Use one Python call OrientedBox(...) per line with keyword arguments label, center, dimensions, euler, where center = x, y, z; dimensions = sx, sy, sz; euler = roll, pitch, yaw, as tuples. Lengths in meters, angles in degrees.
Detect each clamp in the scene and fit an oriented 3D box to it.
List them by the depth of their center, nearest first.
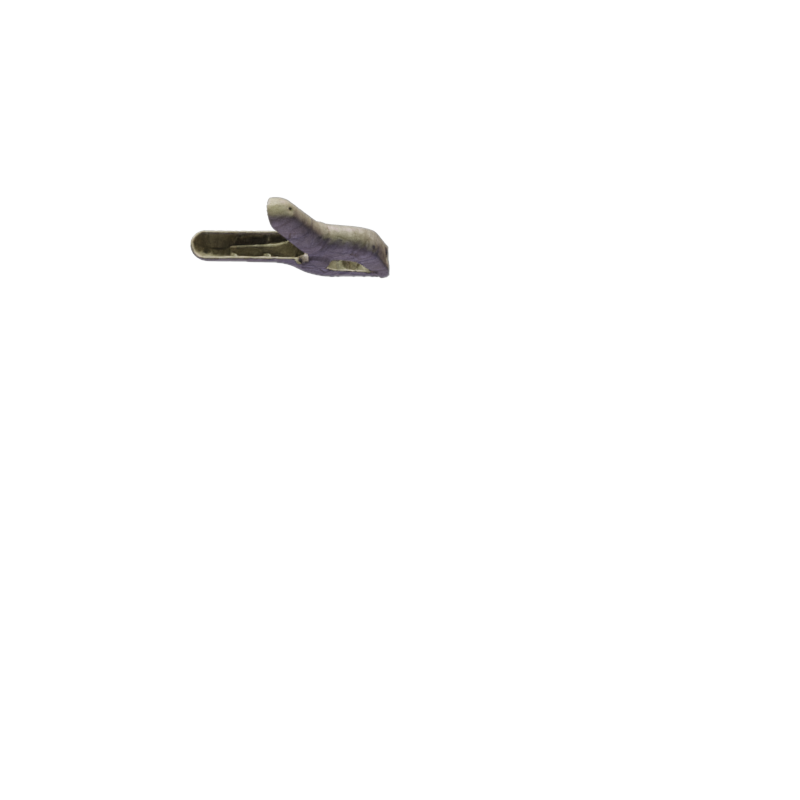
OrientedBox(label="clamp", center=(-0.070, -0.128, 0.897), dimensions=(0.165, 0.040, 0.122), euler=(2, -5, -31))
